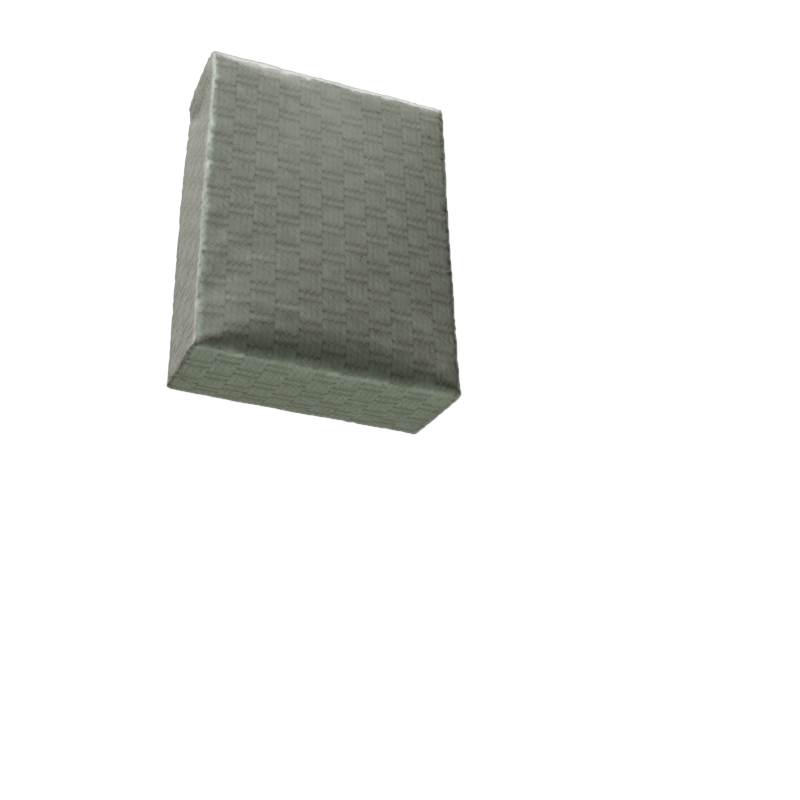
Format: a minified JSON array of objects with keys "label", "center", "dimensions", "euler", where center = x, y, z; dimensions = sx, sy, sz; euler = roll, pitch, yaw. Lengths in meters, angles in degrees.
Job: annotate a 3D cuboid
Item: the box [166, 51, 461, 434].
[{"label":"box","center":[-0.054,-0.099,0.692],"dimensions":[0.159,0.228,0.069],"euler":[10,-33,-20]}]
